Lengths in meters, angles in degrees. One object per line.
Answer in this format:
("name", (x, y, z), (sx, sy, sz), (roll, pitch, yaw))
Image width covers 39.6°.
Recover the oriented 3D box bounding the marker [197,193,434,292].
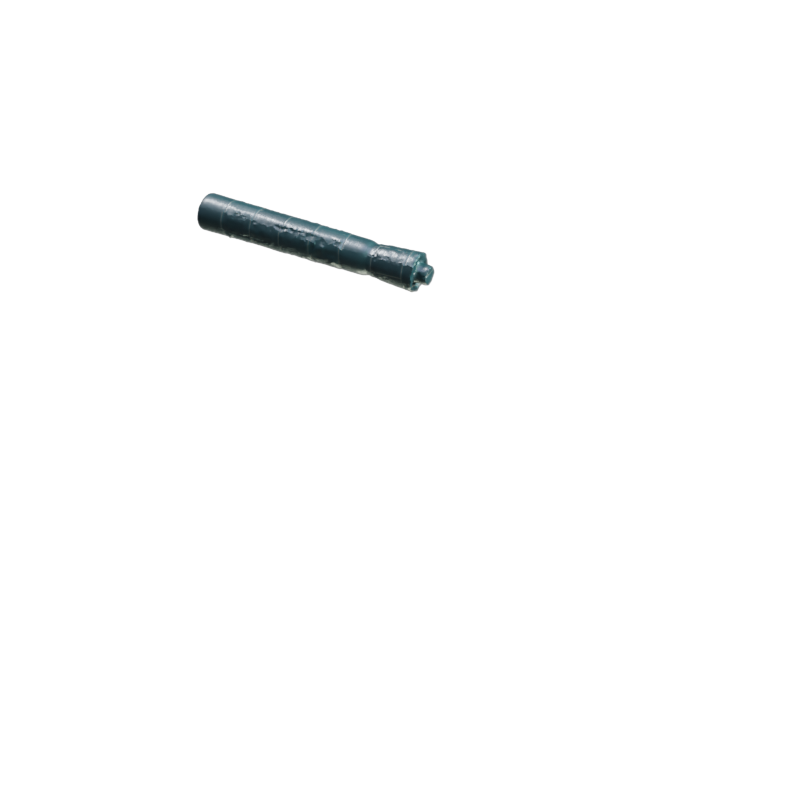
("marker", (-0.041, -0.075, 0.523), (0.126, 0.019, 0.019), (19, 11, 24))
